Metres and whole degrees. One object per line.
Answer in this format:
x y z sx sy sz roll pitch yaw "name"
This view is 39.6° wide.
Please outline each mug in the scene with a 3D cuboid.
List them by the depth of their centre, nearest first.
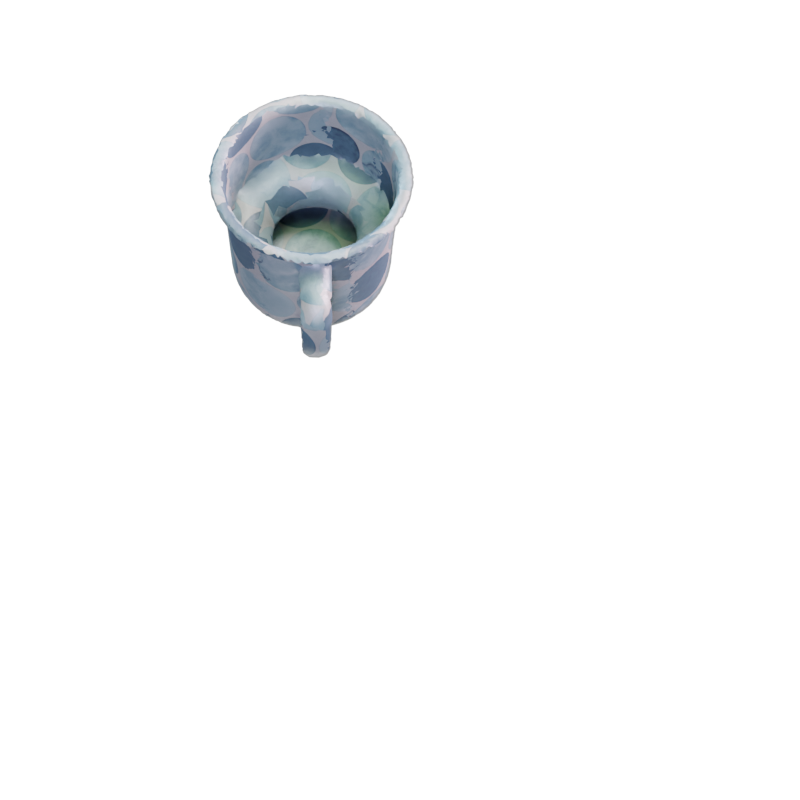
-0.042 -0.076 0.533 0.093 0.125 0.077 -5 -28 -4 "mug"
